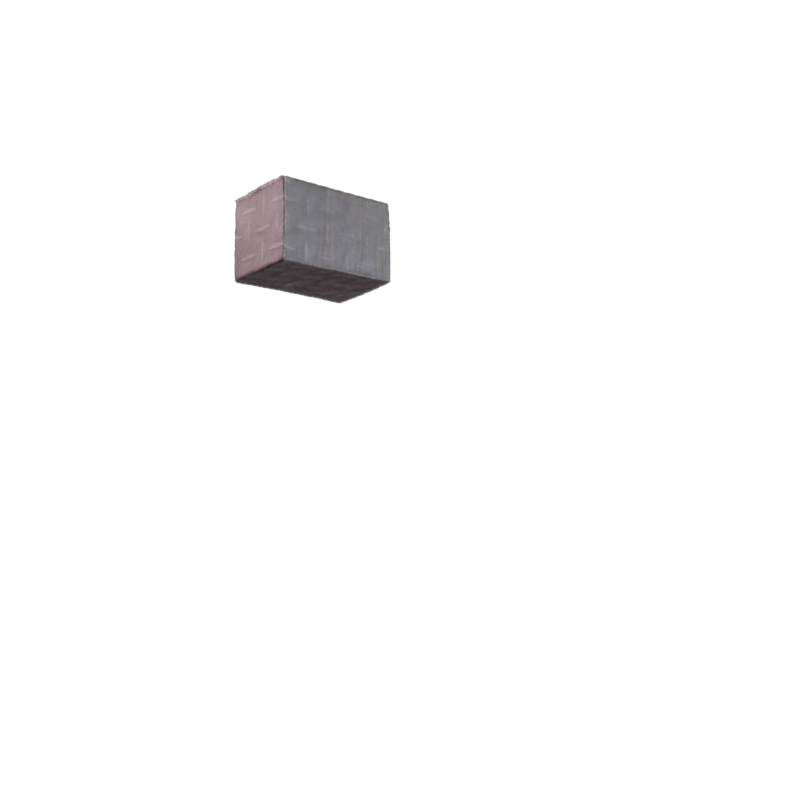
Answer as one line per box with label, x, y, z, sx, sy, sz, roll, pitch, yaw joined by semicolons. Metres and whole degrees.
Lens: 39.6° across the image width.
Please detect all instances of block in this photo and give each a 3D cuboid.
block;-0.051;-0.092;0.646;0.074;0.053;0.053;10;-19;-37
